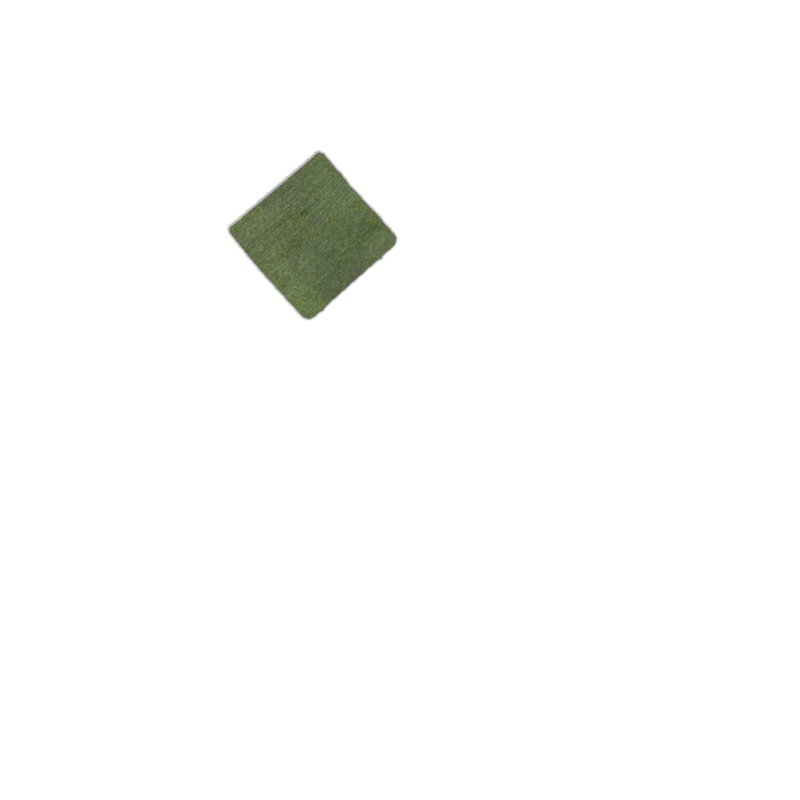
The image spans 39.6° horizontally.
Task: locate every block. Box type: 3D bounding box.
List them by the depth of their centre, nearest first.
[{"bbox_3d":[-0.070,-0.127,0.893,0.091,0.090,0.207,-41,5,0],"label":"block"}]
